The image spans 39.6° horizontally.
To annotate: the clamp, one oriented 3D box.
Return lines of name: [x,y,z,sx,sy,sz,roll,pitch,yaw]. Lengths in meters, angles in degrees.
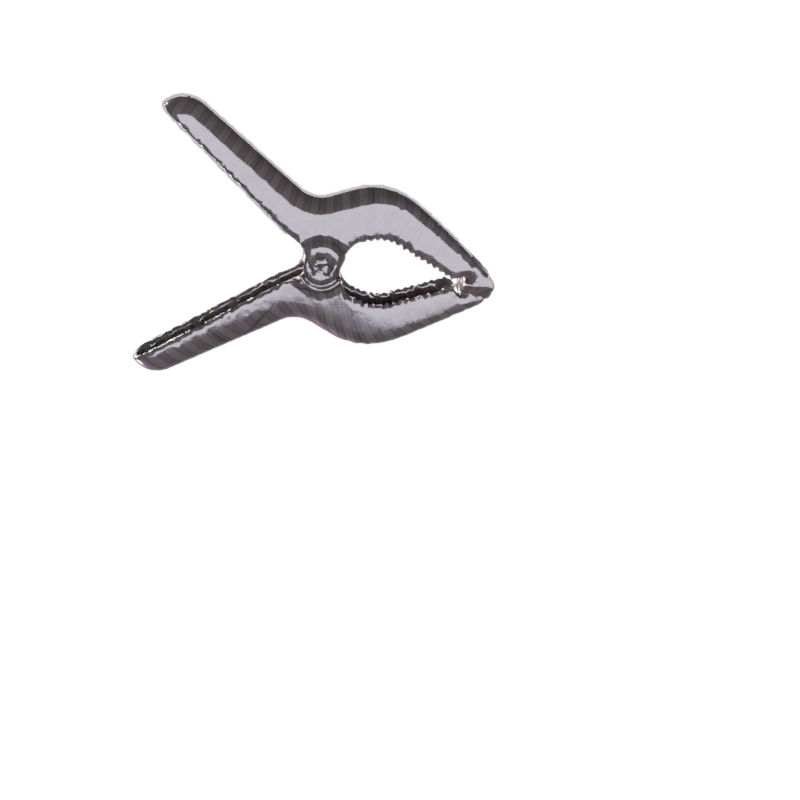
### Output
clamp: [-0.050,-0.092,0.642,0.210,0.158,0.038,2,18,-1]
